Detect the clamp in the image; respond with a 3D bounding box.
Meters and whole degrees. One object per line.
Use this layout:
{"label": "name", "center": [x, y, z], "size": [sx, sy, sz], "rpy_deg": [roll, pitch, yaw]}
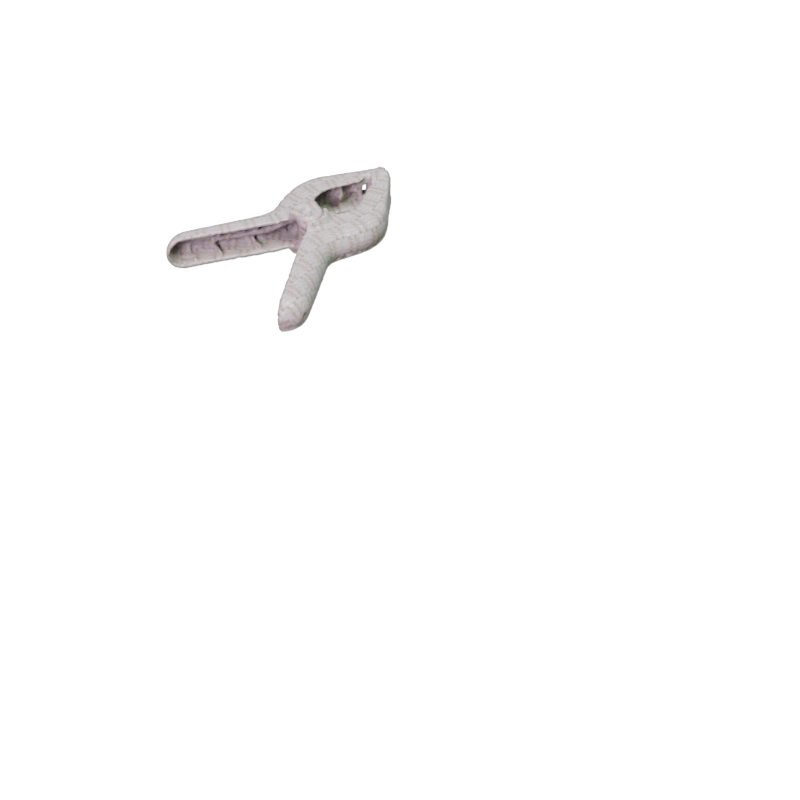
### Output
{"label": "clamp", "center": [-0.059, -0.108, 0.756], "size": [0.171, 0.036, 0.129], "rpy_deg": [-31, 54, -27]}
